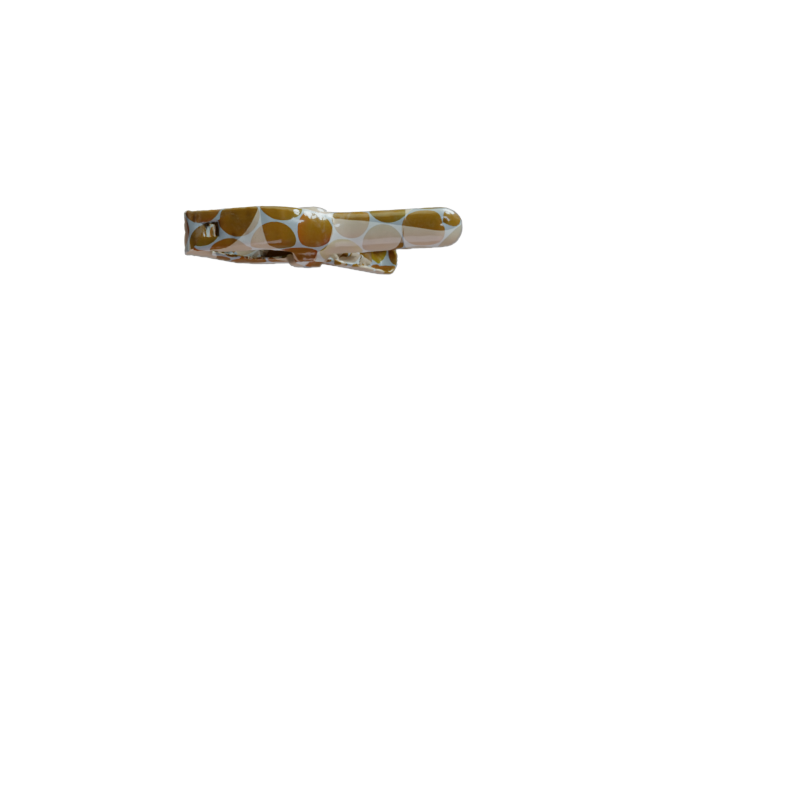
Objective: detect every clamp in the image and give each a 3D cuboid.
[{"bbox_3d":[-0.057,-0.103,0.725,0.169,0.041,0.118,2,-12,-10],"label":"clamp"}]
